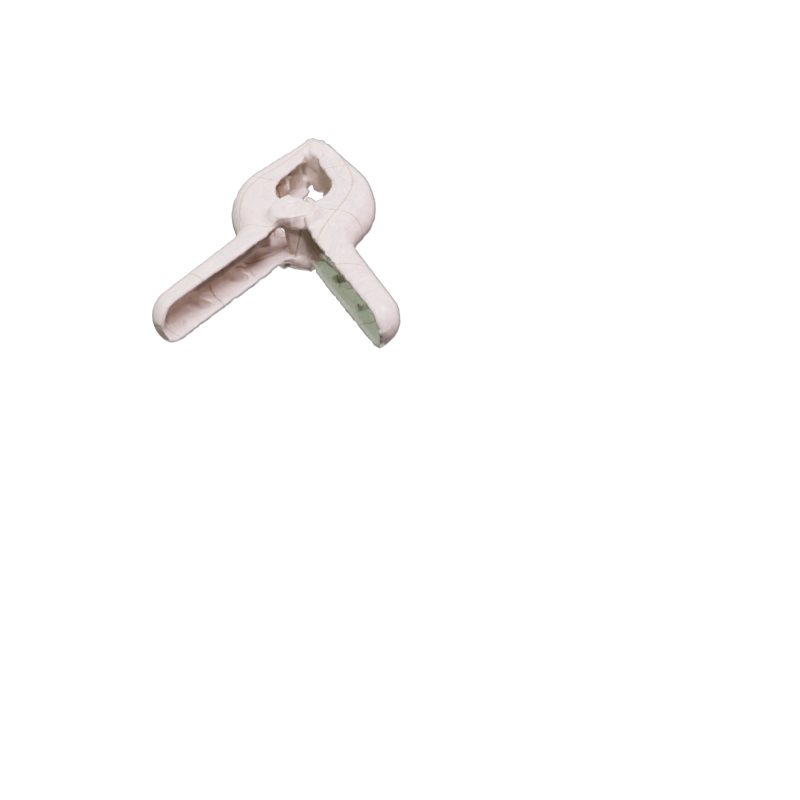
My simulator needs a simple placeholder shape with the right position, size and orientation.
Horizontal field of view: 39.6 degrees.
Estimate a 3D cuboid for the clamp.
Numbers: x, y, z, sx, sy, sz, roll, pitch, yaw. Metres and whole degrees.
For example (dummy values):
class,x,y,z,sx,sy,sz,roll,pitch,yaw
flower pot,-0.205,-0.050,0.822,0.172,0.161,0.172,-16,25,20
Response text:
class,x,y,z,sx,sy,sz,roll,pitch,yaw
clamp,-0.046,-0.084,0.586,0.122,0.036,0.180,10,44,10
